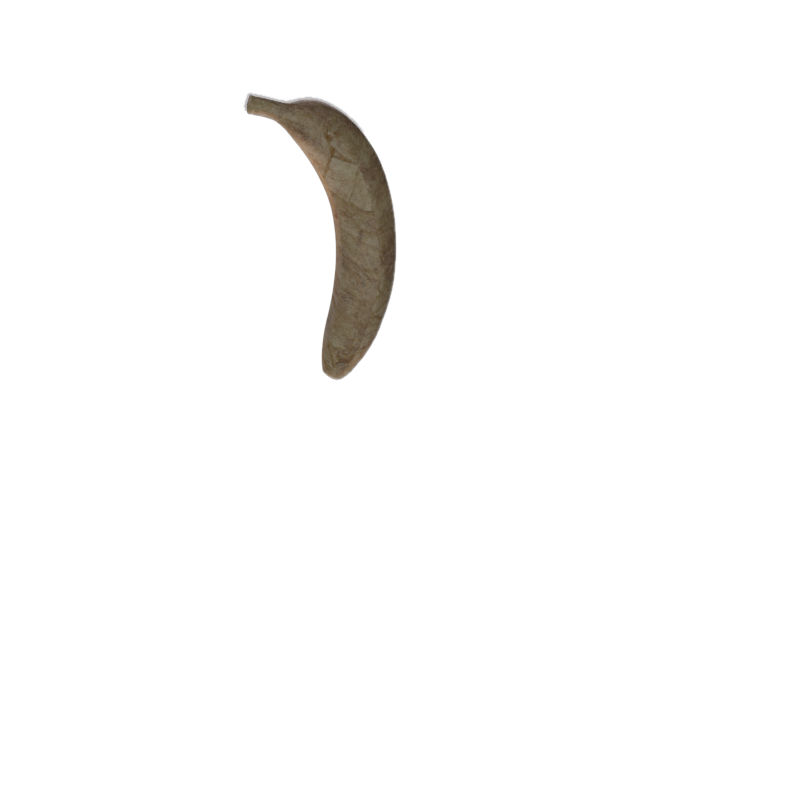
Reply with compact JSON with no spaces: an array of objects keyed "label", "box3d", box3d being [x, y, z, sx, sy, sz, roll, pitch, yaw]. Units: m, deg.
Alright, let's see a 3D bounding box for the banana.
[{"label":"banana","box3d":[-0.036,-0.105,0.681,0.070,0.187,0.039,-13,24,5]}]
